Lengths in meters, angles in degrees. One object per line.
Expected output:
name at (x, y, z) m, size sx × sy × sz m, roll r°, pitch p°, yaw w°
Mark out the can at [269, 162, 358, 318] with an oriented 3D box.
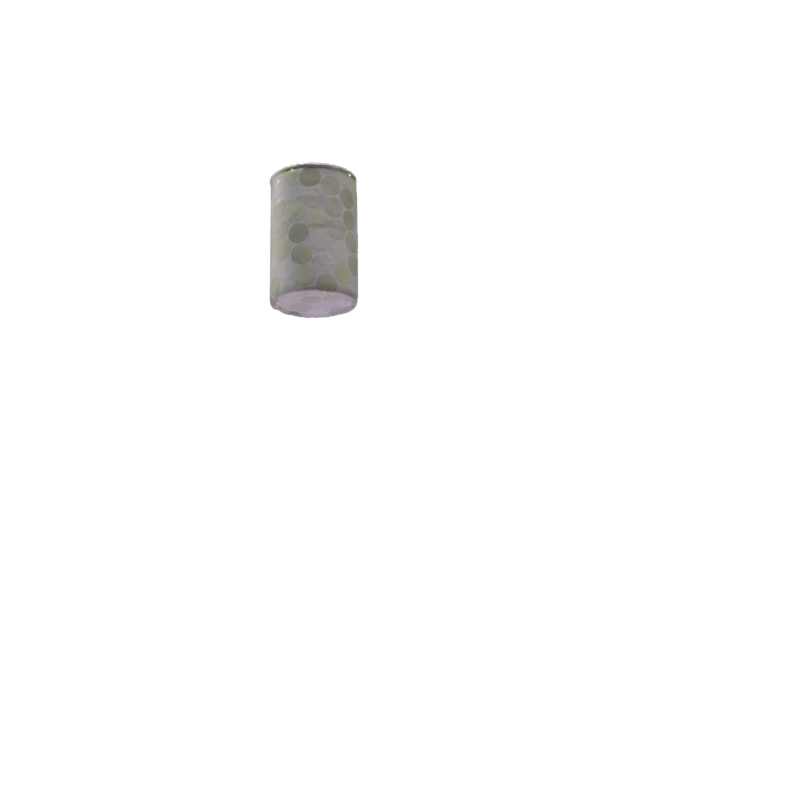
can at (-0.066, -0.121, 0.844) m, size 0.068 × 0.107 × 0.066 m, roll 0°, pitch -18°, yaw -2°
